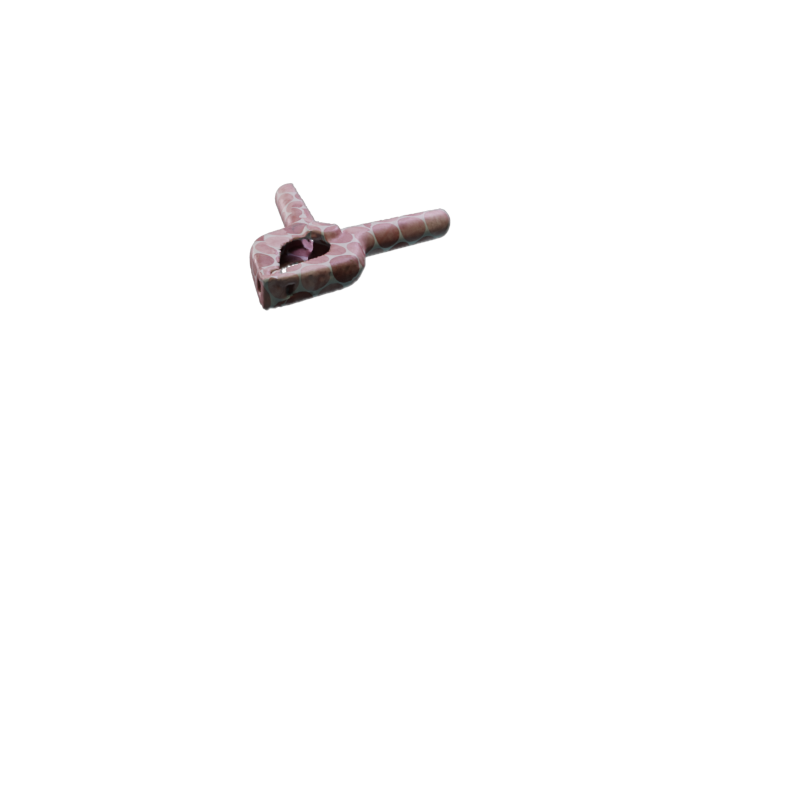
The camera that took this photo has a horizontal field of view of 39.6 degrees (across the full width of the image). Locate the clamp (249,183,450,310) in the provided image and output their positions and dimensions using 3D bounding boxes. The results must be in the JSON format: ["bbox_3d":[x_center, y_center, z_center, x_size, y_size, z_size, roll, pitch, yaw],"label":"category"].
[{"bbox_3d":[-0.072,-0.132,0.925,0.172,0.034,0.213,15,33,24],"label":"clamp"}]
